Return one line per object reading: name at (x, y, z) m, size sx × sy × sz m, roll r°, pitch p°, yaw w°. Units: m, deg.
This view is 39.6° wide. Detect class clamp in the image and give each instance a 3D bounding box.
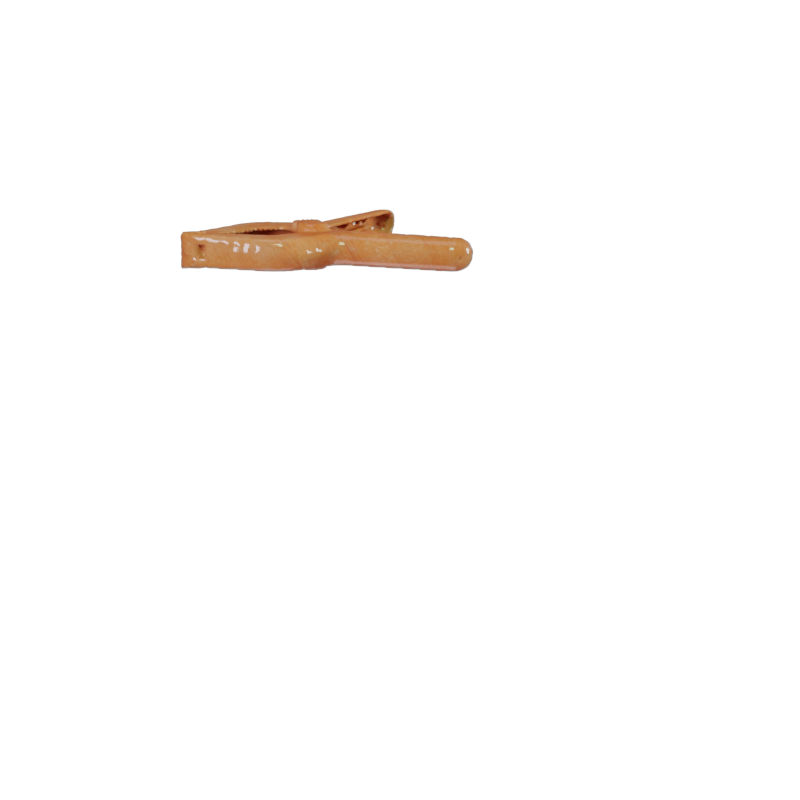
clamp at (-0.068, -0.124, 0.868) m, size 0.207 × 0.035 × 0.172 m, roll -4°, pitch 17°, yaw -13°
